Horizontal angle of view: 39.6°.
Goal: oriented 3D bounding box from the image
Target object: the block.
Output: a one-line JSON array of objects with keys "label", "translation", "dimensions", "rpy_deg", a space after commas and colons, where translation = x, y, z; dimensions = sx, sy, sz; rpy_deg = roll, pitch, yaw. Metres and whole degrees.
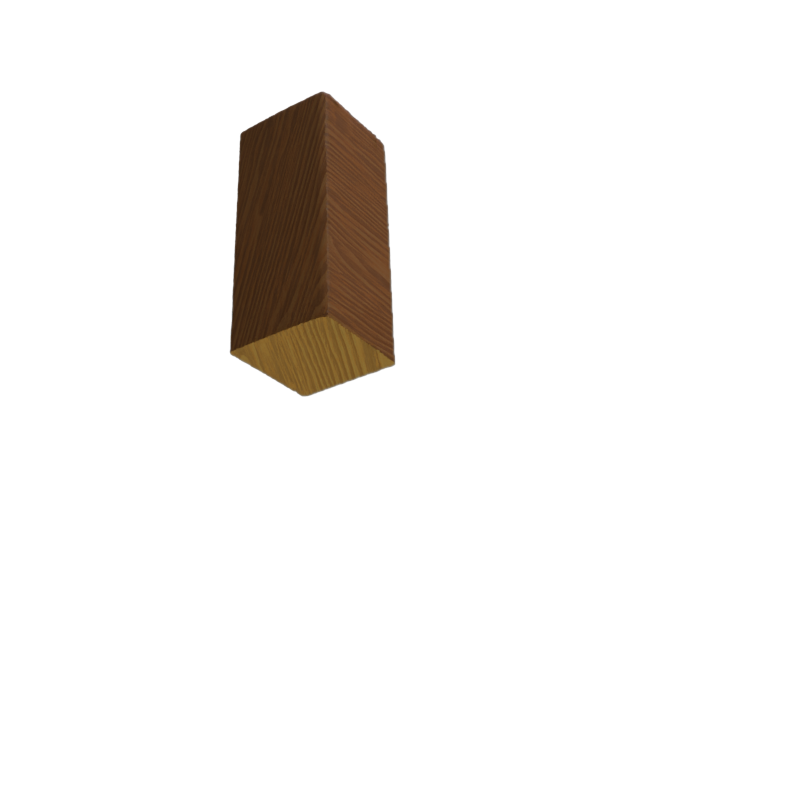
[{"label": "block", "translation": [-0.067, -0.123, 0.860], "dimensions": [0.091, 0.220, 0.084], "rpy_deg": [-22, -37, 28]}]
